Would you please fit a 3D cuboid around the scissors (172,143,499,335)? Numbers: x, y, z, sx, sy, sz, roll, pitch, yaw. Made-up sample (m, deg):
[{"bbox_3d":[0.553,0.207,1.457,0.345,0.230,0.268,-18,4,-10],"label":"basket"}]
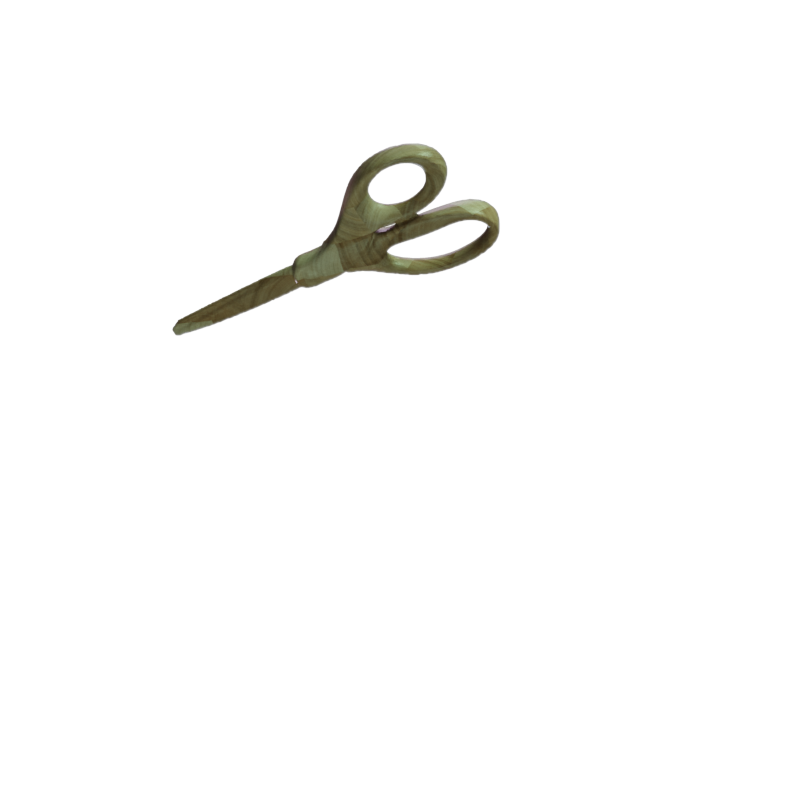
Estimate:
[{"bbox_3d":[-0.048,-0.087,0.611,0.203,0.017,0.089,-11,-45,11],"label":"scissors"}]
